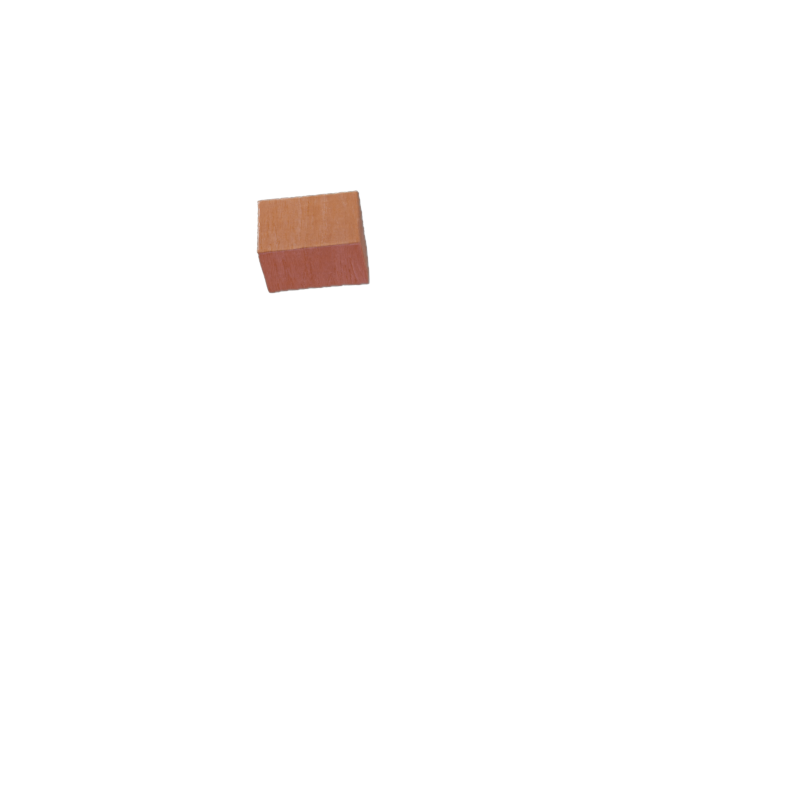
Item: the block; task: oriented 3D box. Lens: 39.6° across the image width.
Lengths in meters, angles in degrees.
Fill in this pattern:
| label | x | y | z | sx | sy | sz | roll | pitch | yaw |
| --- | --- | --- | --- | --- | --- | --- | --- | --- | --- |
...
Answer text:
| label | x | y | z | sx | sy | sz | roll | pitch | yaw |
| --- | --- | --- | --- | --- | --- | --- | --- | --- | --- |
| block | -0.064 | -0.117 | 0.822 | 0.078 | 0.055 | 0.049 | -4 | -34 | 5 |
